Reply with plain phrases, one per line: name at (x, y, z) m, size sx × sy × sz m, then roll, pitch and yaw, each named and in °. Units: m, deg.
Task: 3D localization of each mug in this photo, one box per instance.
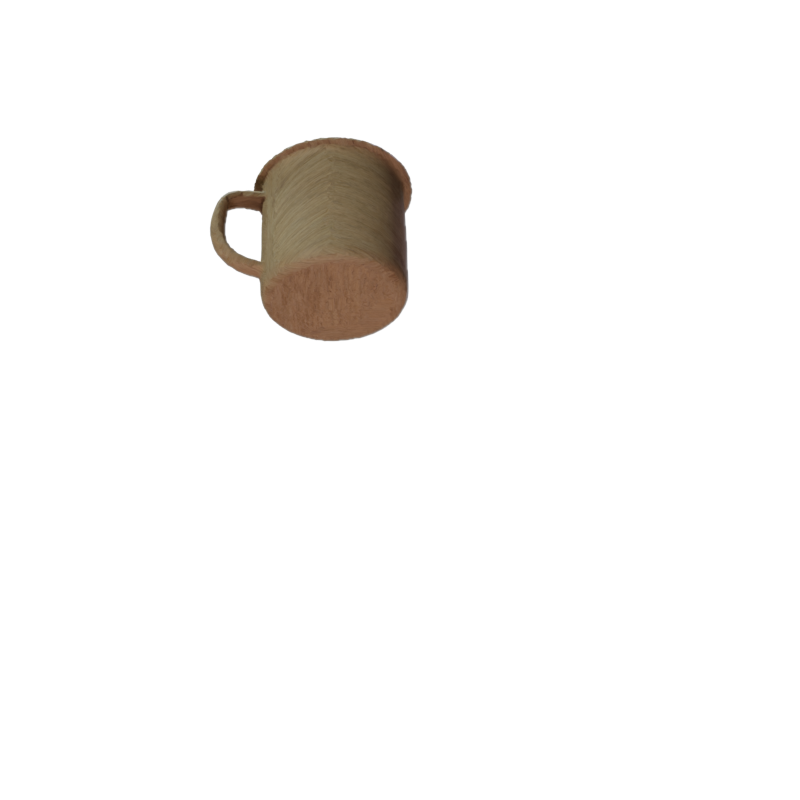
mug at (-0.049, -0.089, 0.624) m, size 0.115 × 0.087 × 0.089 m, roll 9°, pitch -37°, yaw -14°
